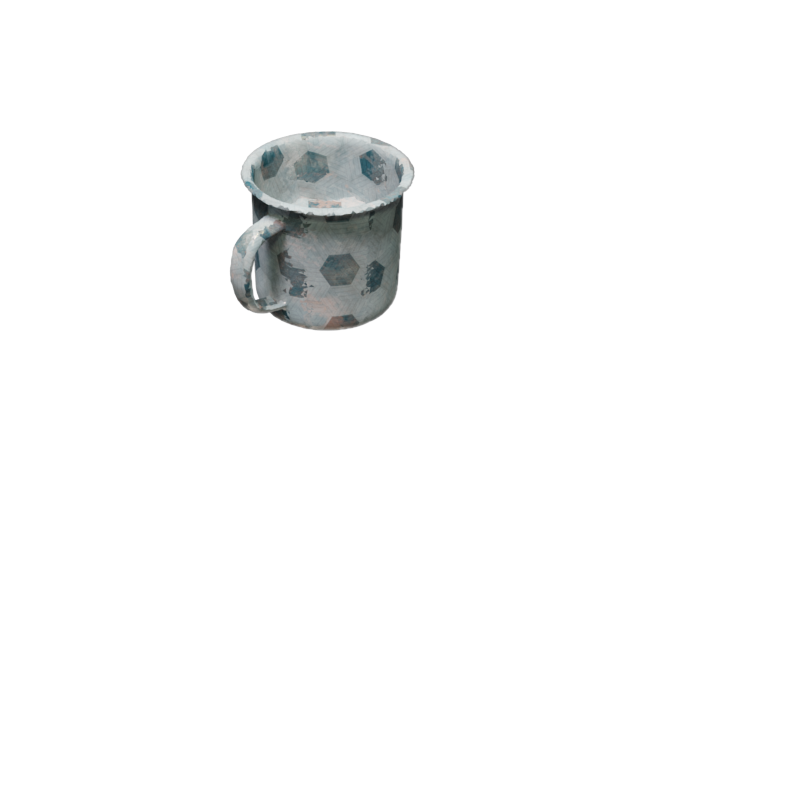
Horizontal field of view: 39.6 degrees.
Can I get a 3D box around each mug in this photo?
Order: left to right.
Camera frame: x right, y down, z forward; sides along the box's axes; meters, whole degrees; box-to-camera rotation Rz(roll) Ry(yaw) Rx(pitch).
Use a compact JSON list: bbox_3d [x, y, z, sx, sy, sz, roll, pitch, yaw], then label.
[{"bbox_3d":[-0.048,-0.087,0.607,0.099,0.076,0.118,25,42,29],"label":"mug"}]
